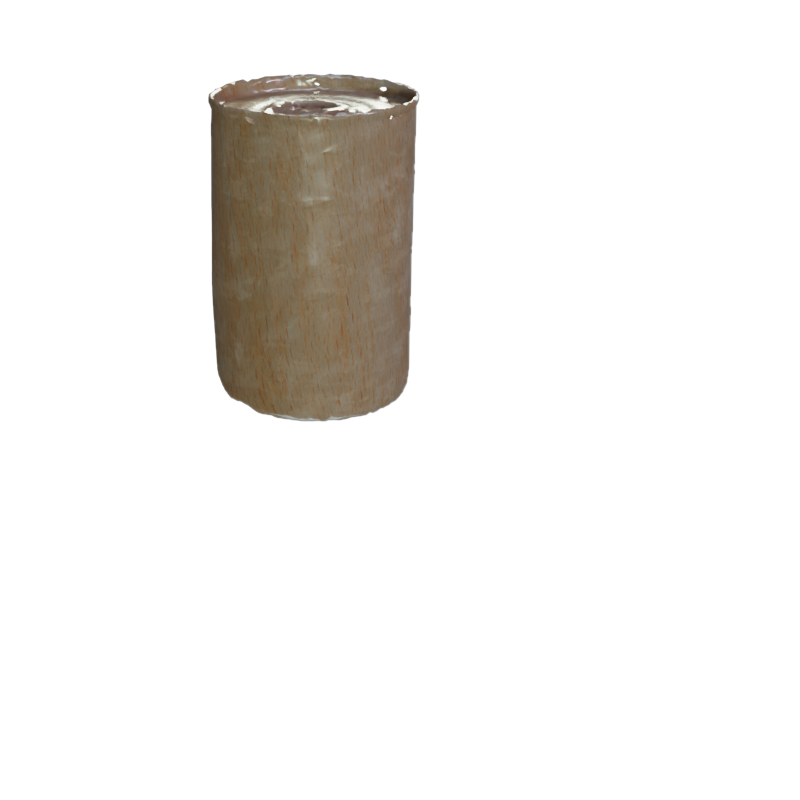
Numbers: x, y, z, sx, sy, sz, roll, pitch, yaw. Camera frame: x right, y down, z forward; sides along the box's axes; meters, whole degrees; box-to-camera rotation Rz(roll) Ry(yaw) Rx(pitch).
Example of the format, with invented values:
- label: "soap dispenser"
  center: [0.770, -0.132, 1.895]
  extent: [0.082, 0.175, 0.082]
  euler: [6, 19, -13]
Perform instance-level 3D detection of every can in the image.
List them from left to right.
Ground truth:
- label: "can"
  center: [-0.029, -0.053, 0.373]
  extent: [0.068, 0.098, 0.072]
  euler: [0, 21, -2]
